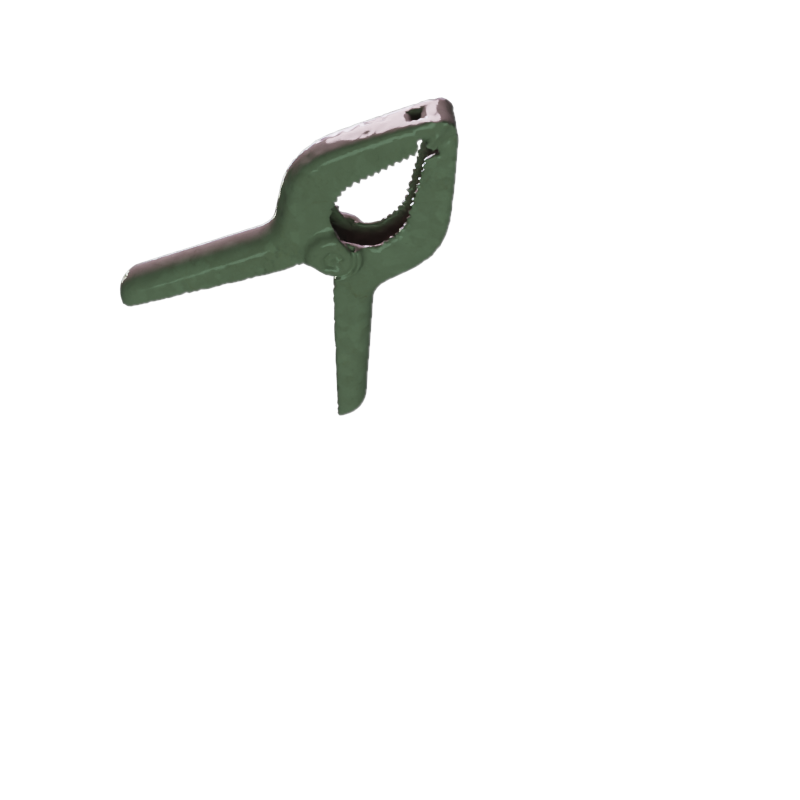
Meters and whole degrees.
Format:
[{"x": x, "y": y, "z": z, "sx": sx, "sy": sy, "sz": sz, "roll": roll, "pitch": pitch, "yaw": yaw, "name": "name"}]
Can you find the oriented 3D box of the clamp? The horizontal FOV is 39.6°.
[{"x": -0.048, "y": -0.087, "z": 0.609, "sx": 0.159, "sy": 0.203, "sz": 0.039, "roll": 24, "pitch": 36, "yaw": -19, "name": "clamp"}]
